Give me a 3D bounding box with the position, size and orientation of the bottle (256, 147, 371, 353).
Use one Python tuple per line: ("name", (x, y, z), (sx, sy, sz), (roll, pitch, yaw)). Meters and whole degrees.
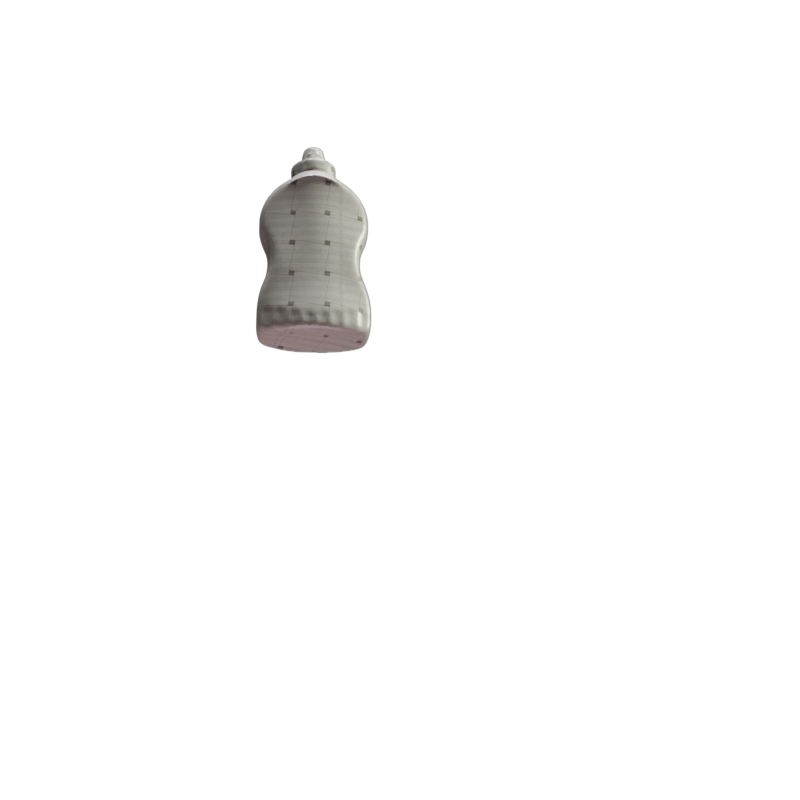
("bottle", (-0.076, -0.138, 0.970), (0.096, 0.203, 0.055), (0, -28, -4))
